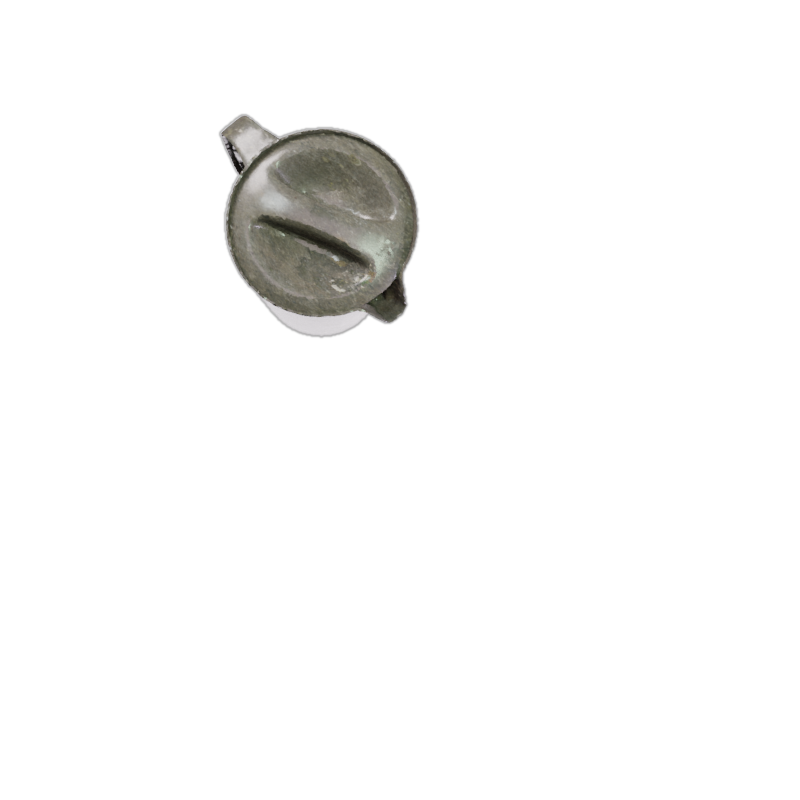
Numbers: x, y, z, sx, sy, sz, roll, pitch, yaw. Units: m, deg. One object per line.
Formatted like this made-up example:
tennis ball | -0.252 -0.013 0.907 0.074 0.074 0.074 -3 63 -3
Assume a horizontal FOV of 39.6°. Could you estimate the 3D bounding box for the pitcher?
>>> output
pitcher | -0.068 -0.125 0.874 0.145 0.152 0.239 4 -6 -3
